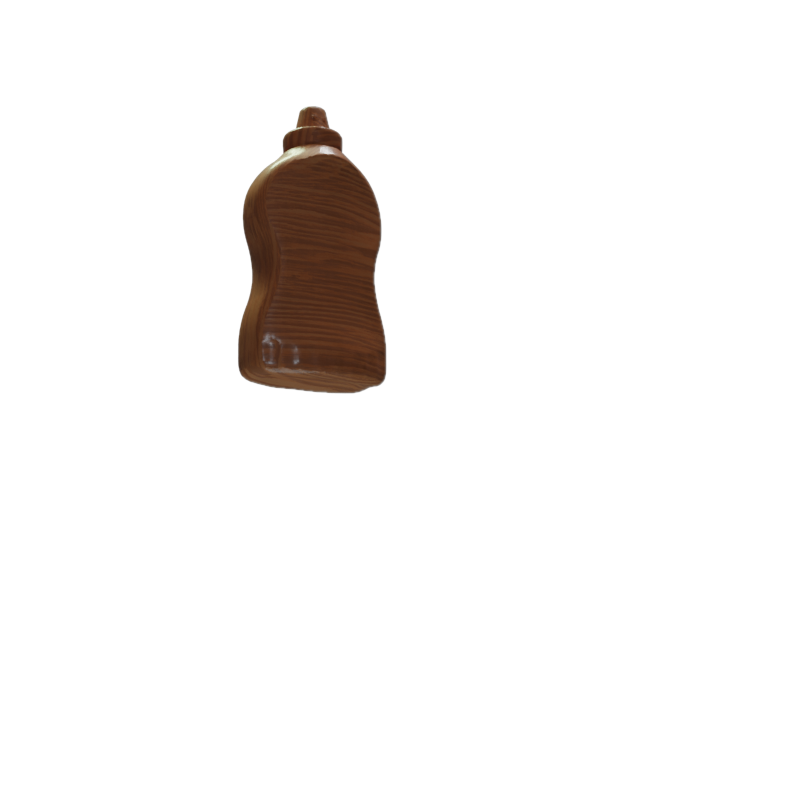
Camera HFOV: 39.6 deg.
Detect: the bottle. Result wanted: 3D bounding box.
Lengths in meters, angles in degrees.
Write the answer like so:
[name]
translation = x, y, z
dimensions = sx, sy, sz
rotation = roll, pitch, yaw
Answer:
[bottle]
translation = -0.058, -0.105, 0.734
dimensions = 0.092, 0.200, 0.058
rotation = 8, -20, -28
